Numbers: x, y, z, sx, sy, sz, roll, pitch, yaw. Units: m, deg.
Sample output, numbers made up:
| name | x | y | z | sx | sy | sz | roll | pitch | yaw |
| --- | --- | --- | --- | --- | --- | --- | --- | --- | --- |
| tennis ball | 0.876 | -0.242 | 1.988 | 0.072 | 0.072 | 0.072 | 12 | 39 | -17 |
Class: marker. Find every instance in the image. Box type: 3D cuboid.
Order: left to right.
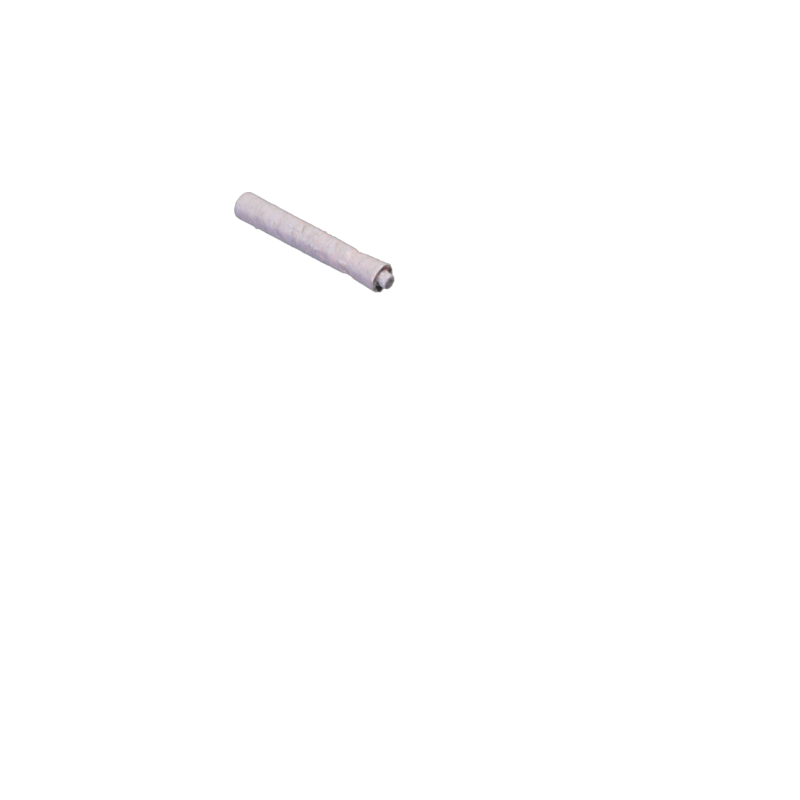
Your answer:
| name | x | y | z | sx | sy | sz | roll | pitch | yaw |
| --- | --- | --- | --- | --- | --- | --- | --- | --- | --- |
| marker | -0.053 | -0.097 | 0.678 | 0.129 | 0.019 | 0.019 | 31 | 20 | 31 |
